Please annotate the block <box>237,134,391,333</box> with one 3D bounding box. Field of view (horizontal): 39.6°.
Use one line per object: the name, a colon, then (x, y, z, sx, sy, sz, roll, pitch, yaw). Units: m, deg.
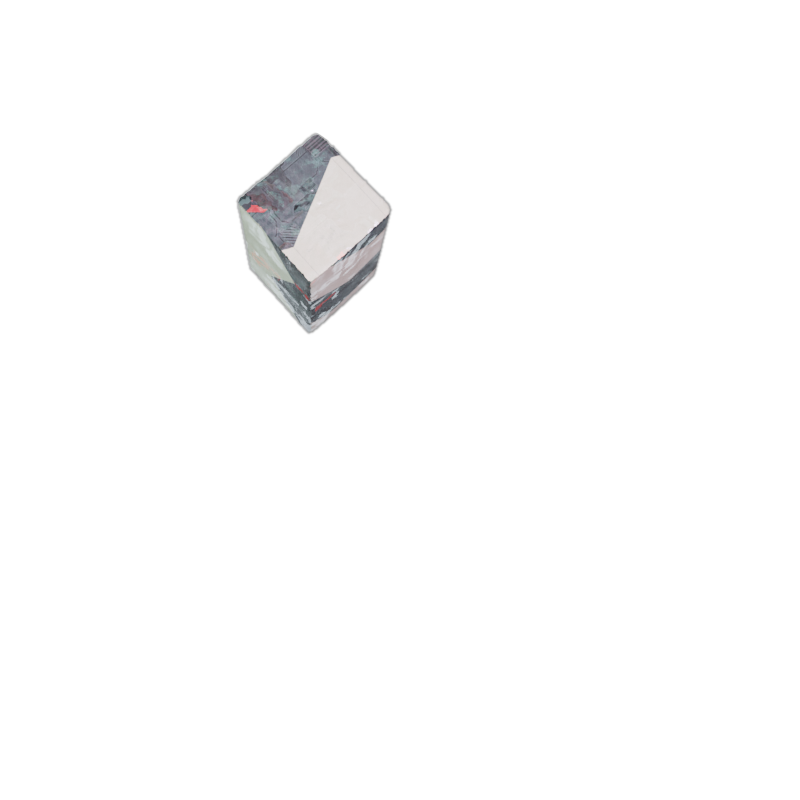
block: (-0.075, -0.138, 0.965, 0.091, 0.093, 0.200, -42, -5, -9)
